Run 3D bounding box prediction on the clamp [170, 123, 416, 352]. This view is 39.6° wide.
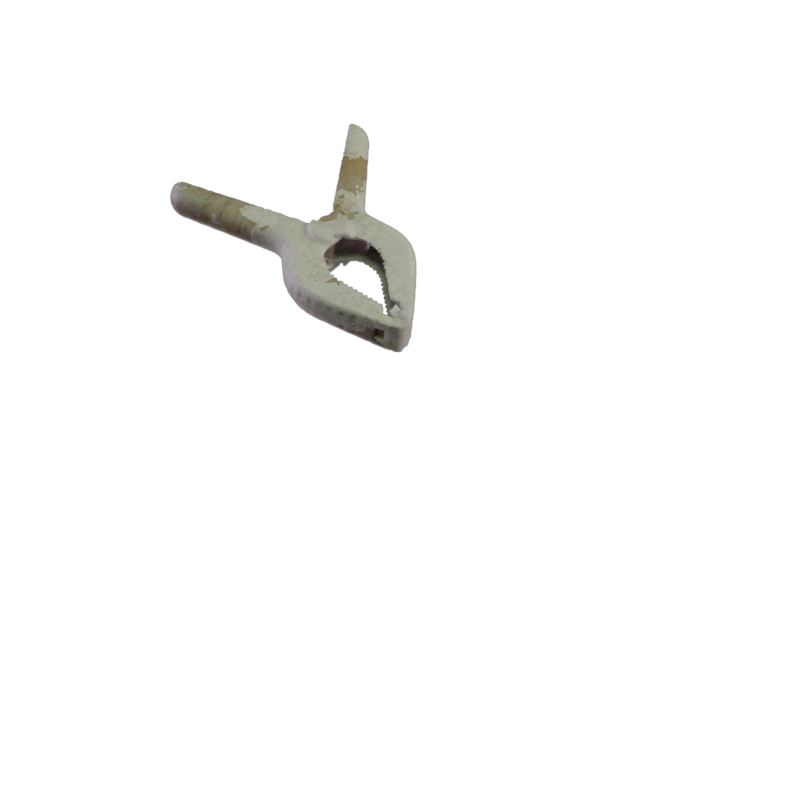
[{"bbox_3d":[-0.062,-0.113,0.790,0.163,0.227,0.034,-18,-38,-15],"label":"clamp"}]
